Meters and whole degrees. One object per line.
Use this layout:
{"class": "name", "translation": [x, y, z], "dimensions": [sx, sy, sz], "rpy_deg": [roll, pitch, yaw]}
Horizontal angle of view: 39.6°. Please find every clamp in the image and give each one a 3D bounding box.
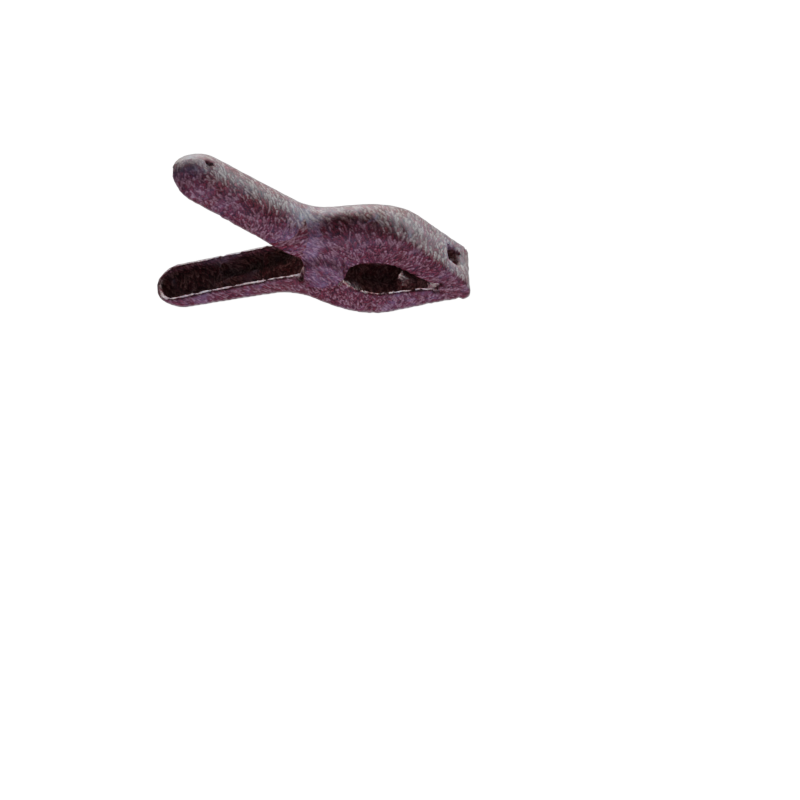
{"class": "clamp", "translation": [-0.045, -0.083, 0.579], "dimensions": [0.171, 0.041, 0.114], "rpy_deg": [1, -23, -3]}
